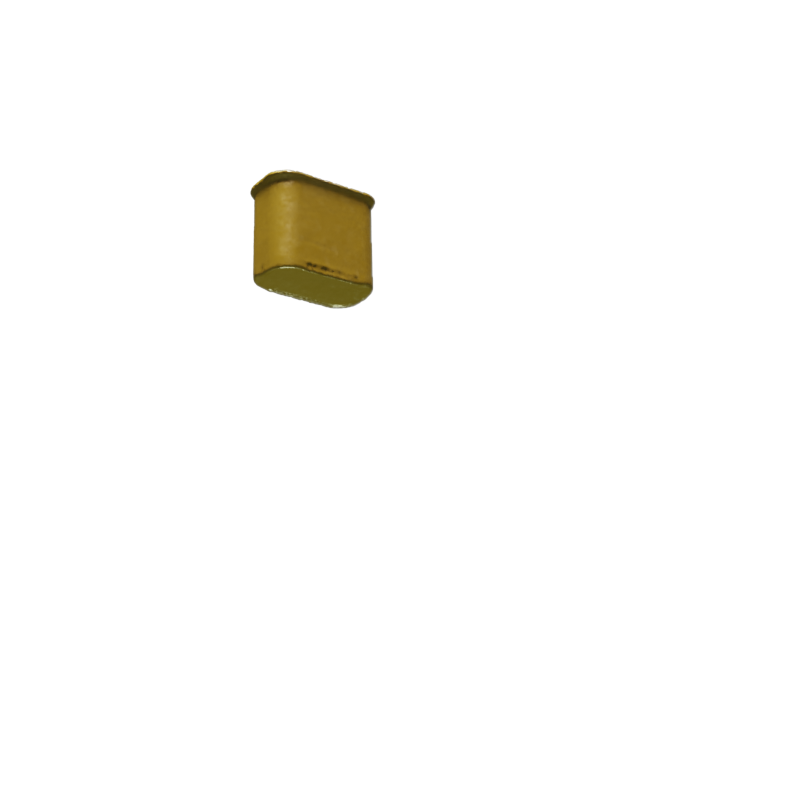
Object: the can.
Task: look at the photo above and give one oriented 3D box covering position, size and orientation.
[{"bbox_3d":[-0.070,-0.127,0.889,0.097,0.088,0.057,14,-27,-32],"label":"can"}]
